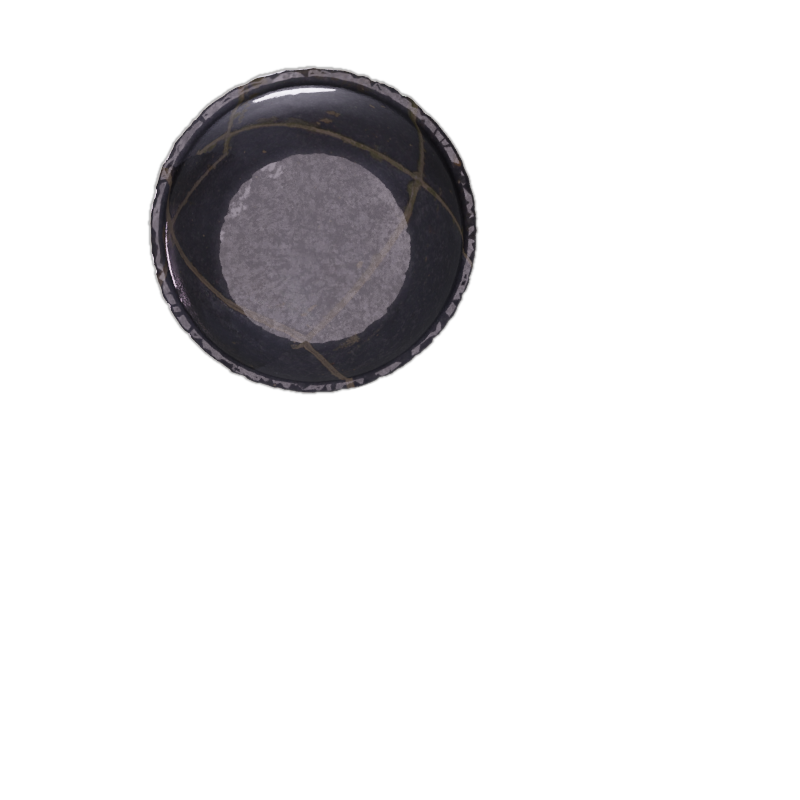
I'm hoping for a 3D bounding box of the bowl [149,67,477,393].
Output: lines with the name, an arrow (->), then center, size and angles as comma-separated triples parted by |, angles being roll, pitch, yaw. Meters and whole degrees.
bowl -> -0.041, -0.074, 0.520 | 0.162, 0.158, 0.056 | 0, 10, -1
